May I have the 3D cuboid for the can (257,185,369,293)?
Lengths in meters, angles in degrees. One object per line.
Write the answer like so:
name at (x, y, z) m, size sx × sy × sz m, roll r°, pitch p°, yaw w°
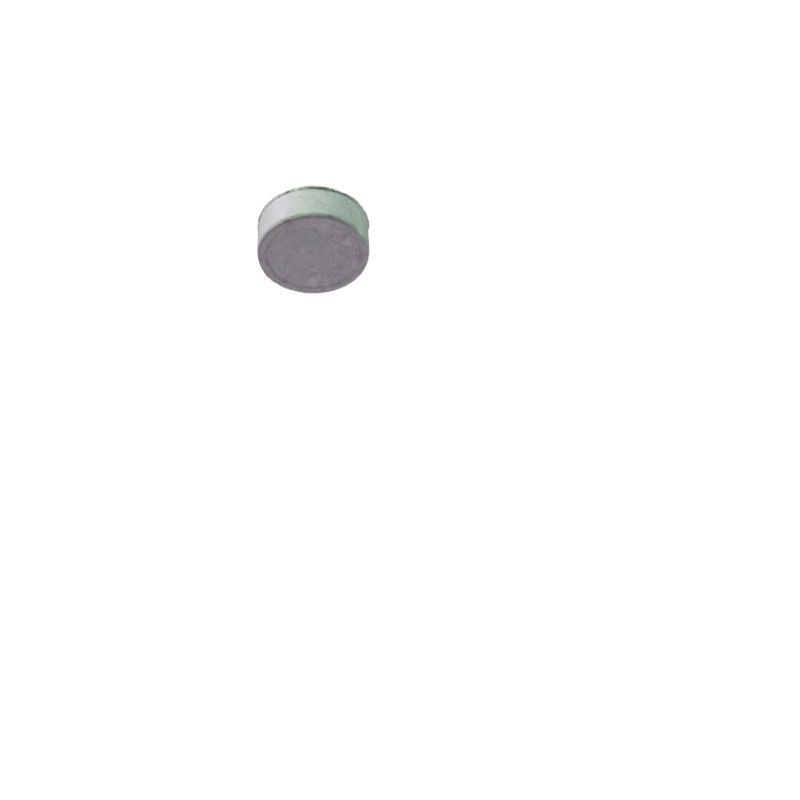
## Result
can at (-0.066, -0.120, 0.841) m, size 0.086 × 0.036 × 0.080 m, roll 1°, pitch -40°, yaw -1°
